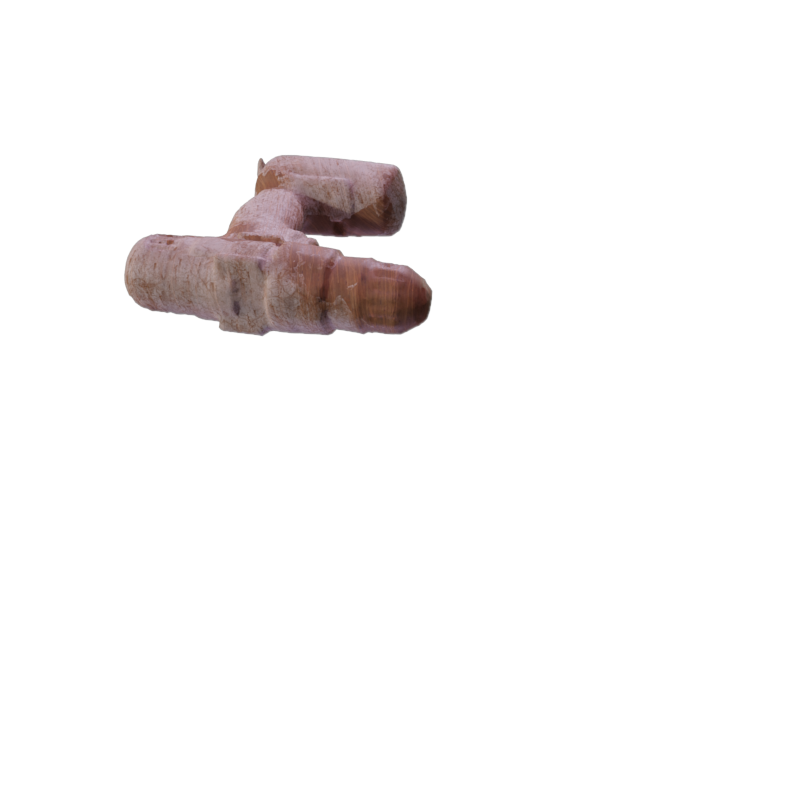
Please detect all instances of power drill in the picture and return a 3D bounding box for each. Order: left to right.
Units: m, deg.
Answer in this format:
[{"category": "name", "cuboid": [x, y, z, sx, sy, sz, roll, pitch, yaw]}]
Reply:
[{"category": "power drill", "cuboid": [-0.055, -0.100, 0.698, 0.189, 0.054, 0.193, 8, 28, 15]}]
